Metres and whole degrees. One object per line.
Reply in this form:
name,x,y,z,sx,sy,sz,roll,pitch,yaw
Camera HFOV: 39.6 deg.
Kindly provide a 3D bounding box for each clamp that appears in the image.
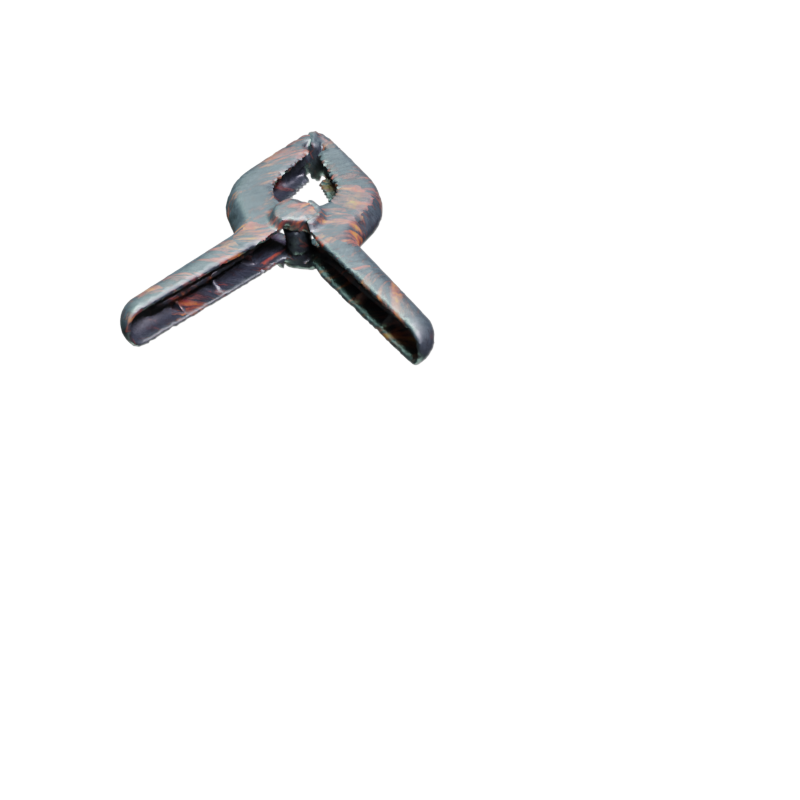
clamp,-0.051,-0.092,0.646,0.167,0.034,0.221,7,40,9
